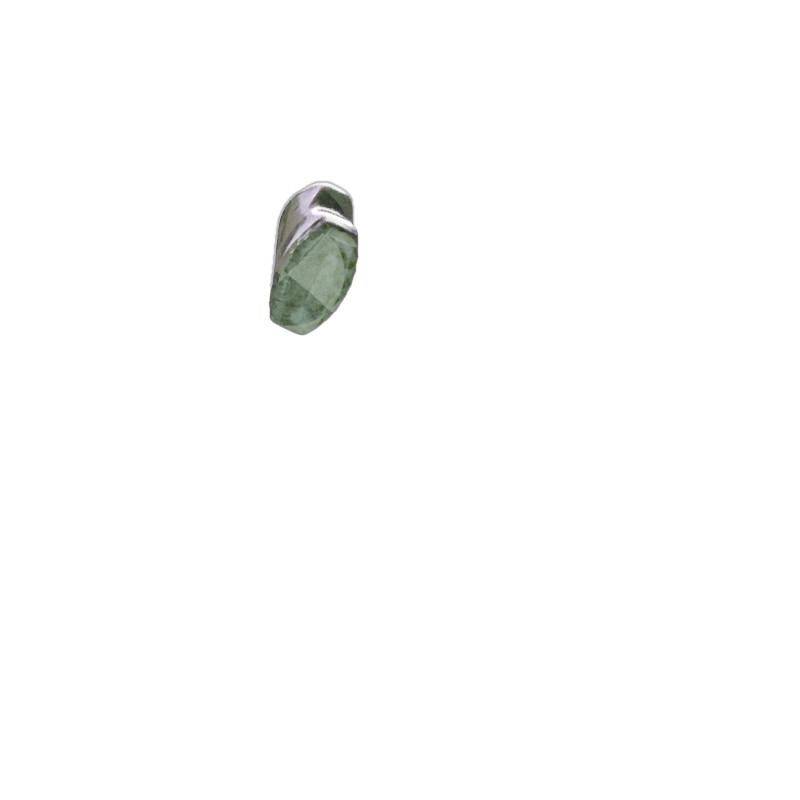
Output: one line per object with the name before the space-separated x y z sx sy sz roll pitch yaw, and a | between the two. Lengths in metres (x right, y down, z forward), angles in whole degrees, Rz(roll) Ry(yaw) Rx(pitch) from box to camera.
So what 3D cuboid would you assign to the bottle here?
bottle | -0.075 -0.136 0.953 0.057 0.093 0.202 24 22 -15
